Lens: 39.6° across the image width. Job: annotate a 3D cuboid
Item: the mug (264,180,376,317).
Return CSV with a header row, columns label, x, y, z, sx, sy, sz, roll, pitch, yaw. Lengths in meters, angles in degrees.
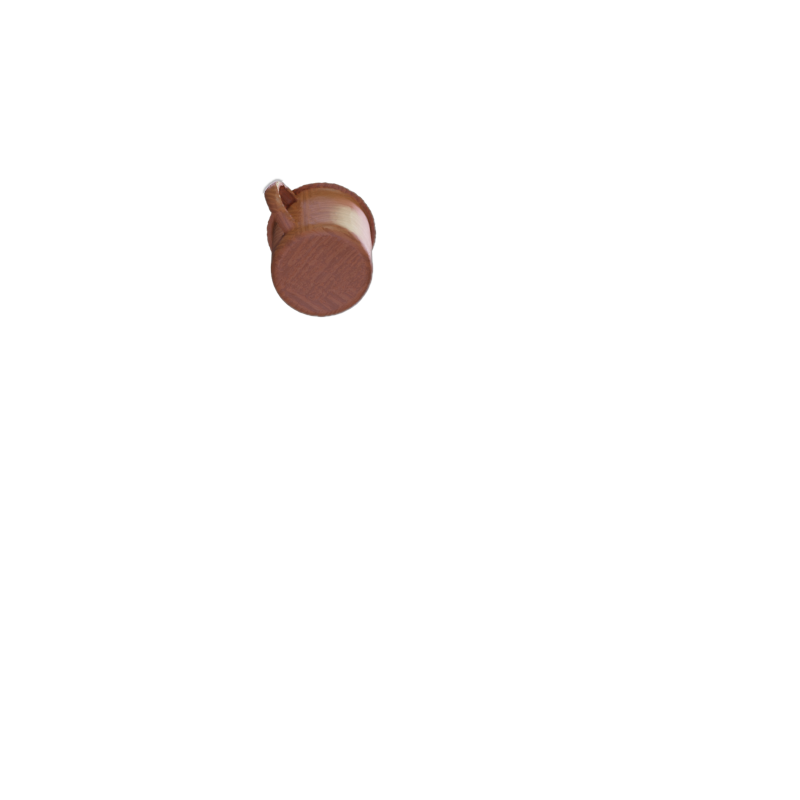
label,x,y,z,sx,sy,sz,roll,pitch,yaw
mug,-0.071,-0.129,0.902,0.093,0.111,0.086,-31,24,14
